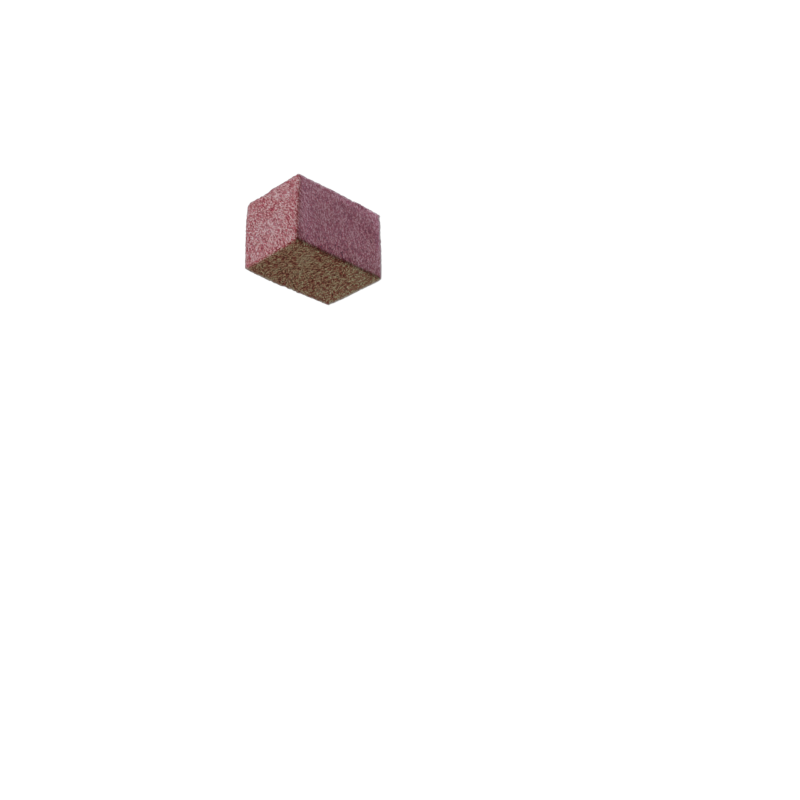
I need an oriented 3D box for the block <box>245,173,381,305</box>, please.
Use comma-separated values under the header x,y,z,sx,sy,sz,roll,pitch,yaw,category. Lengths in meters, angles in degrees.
x,y,z,sx,sy,sz,roll,pitch,yaw,category
-0.057,-0.104,0.732,0.073,0.054,0.053,23,-35,-39,block
